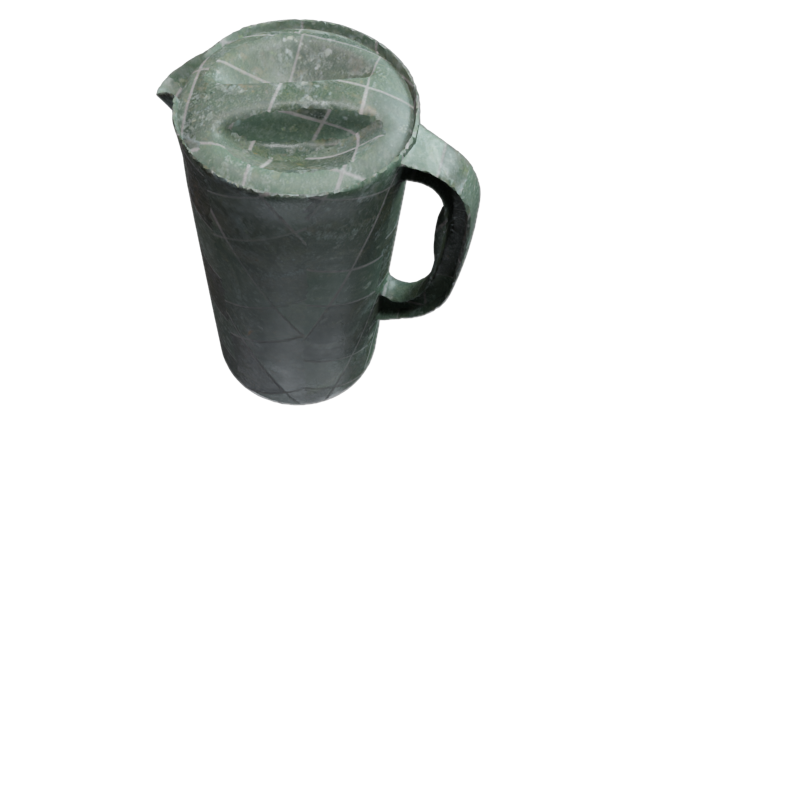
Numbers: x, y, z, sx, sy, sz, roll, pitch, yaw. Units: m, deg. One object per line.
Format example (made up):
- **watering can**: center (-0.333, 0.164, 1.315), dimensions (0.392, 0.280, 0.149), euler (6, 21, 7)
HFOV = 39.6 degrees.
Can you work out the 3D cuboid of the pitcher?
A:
- **pitcher**: center (-0.053, -0.096, 0.676), dimensions (0.144, 0.160, 0.227), euler (-20, -30, -16)
